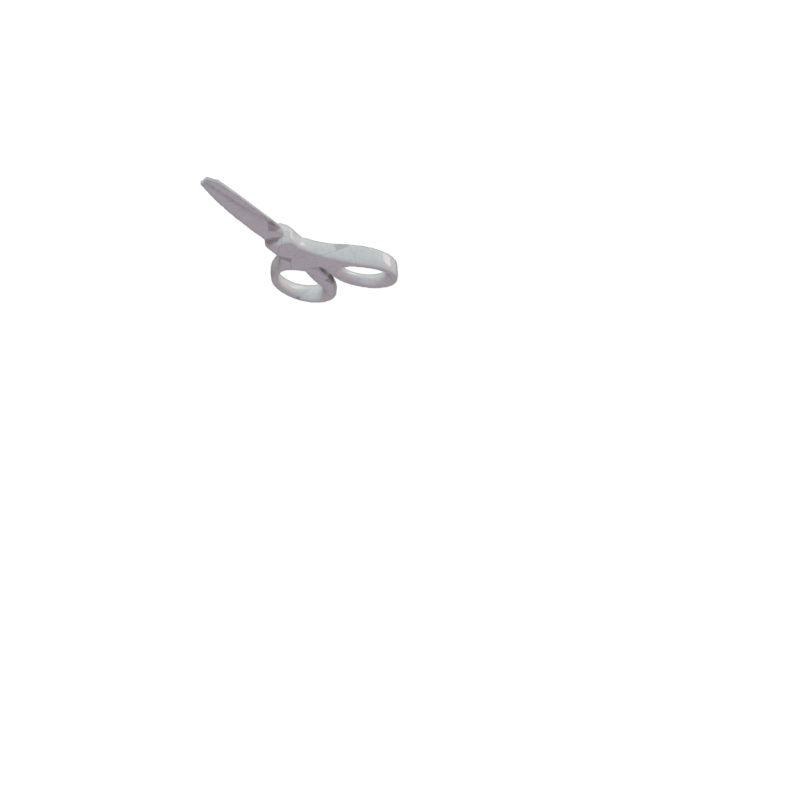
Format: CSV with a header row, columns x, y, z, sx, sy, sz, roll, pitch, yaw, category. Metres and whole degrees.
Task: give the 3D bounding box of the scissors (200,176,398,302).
x,y,z,sx,sy,sz,roll,pitch,yaw,category
-0.055,-0.100,0.700,0.097,0.016,0.192,-2,-14,6,scissors
